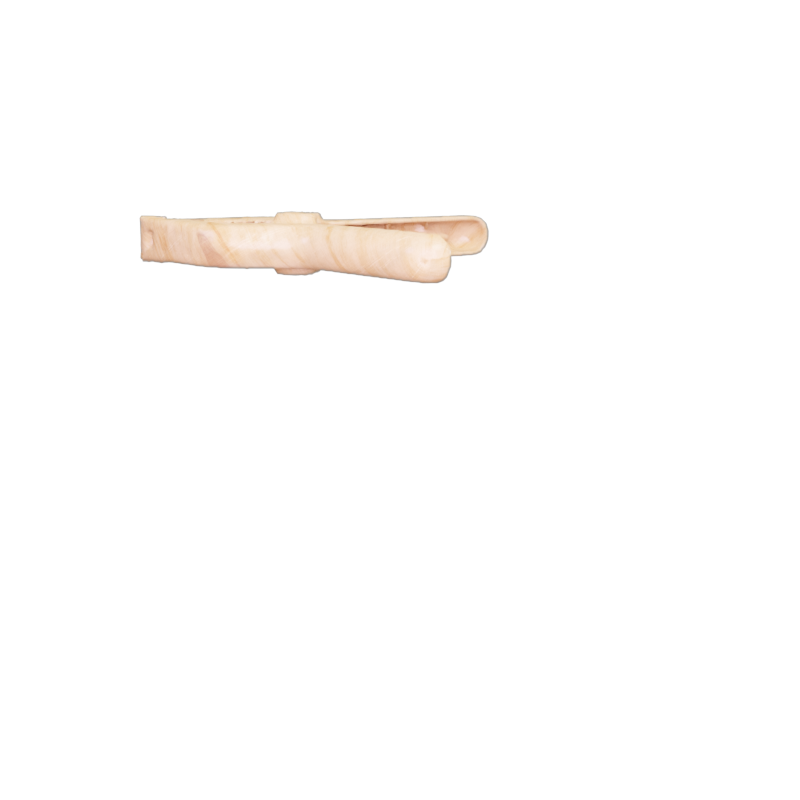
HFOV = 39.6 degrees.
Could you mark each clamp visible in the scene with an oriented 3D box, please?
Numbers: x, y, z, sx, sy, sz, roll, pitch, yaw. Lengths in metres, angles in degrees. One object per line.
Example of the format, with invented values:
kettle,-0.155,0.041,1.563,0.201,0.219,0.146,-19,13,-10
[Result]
clamp,-0.052,-0.094,0.658,0.216,0.036,0.163,5,13,20
